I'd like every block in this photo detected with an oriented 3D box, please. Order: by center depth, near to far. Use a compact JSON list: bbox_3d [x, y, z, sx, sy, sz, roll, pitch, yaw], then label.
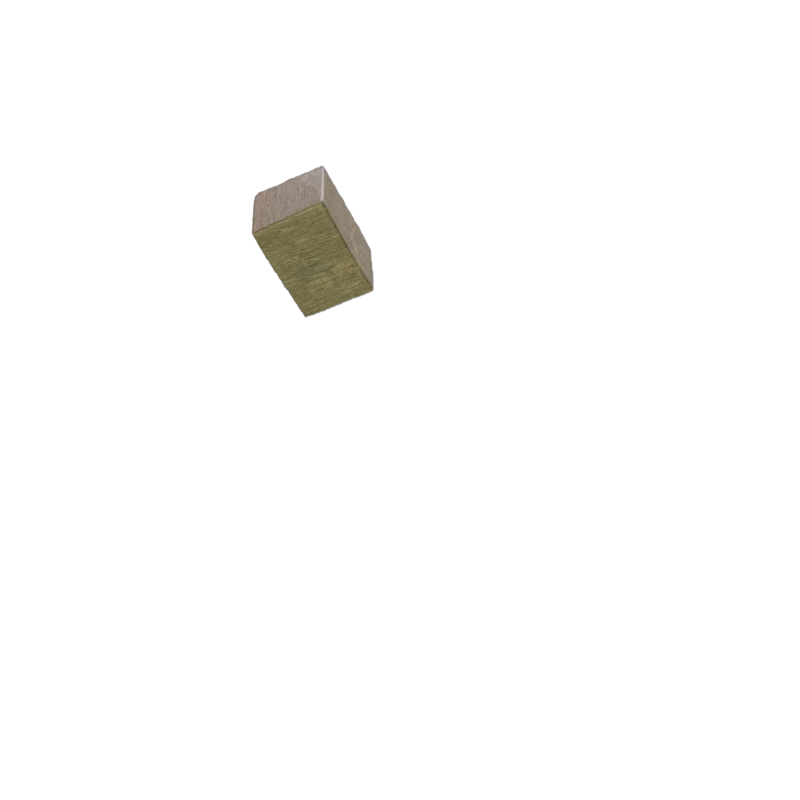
[{"bbox_3d":[-0.057,-0.104,0.730,0.053,0.072,0.055,-22,34,13],"label":"block"}]
